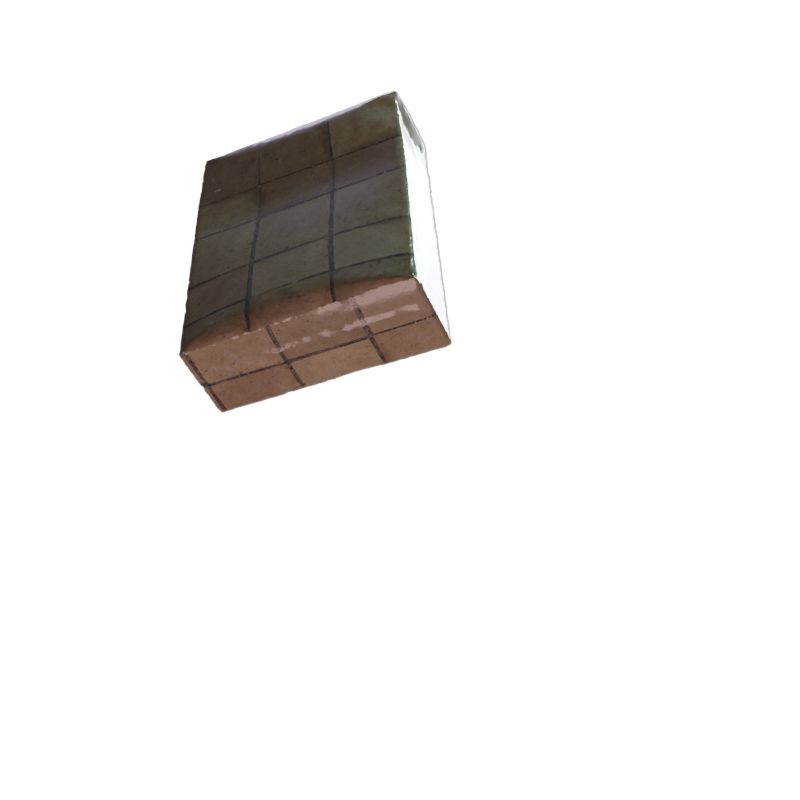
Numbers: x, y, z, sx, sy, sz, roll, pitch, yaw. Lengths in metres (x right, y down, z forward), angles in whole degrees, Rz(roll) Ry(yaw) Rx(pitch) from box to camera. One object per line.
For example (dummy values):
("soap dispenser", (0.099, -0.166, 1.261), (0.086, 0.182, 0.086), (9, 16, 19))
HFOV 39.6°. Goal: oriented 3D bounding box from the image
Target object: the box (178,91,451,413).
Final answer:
("box", (-0.061, -0.111, 0.774), (0.165, 0.230, 0.066), (-17, -47, 14))
